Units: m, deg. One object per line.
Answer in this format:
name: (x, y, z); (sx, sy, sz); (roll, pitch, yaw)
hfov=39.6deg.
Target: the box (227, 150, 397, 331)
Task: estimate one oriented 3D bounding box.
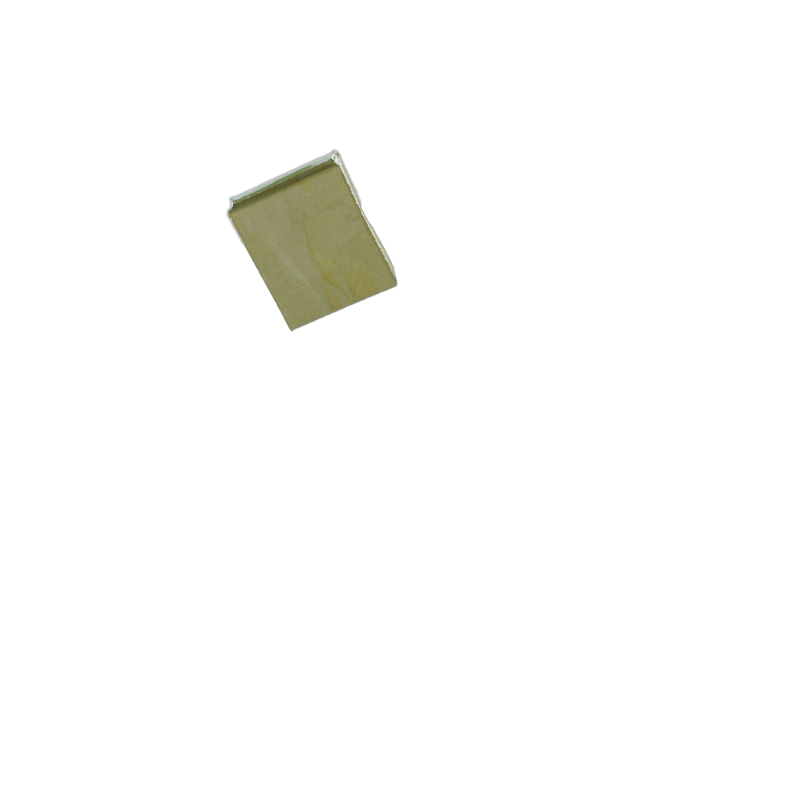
box: (-0.053, -0.096, 0.674); (0.073, 0.085, 0.032); (-23, 21, 9)
